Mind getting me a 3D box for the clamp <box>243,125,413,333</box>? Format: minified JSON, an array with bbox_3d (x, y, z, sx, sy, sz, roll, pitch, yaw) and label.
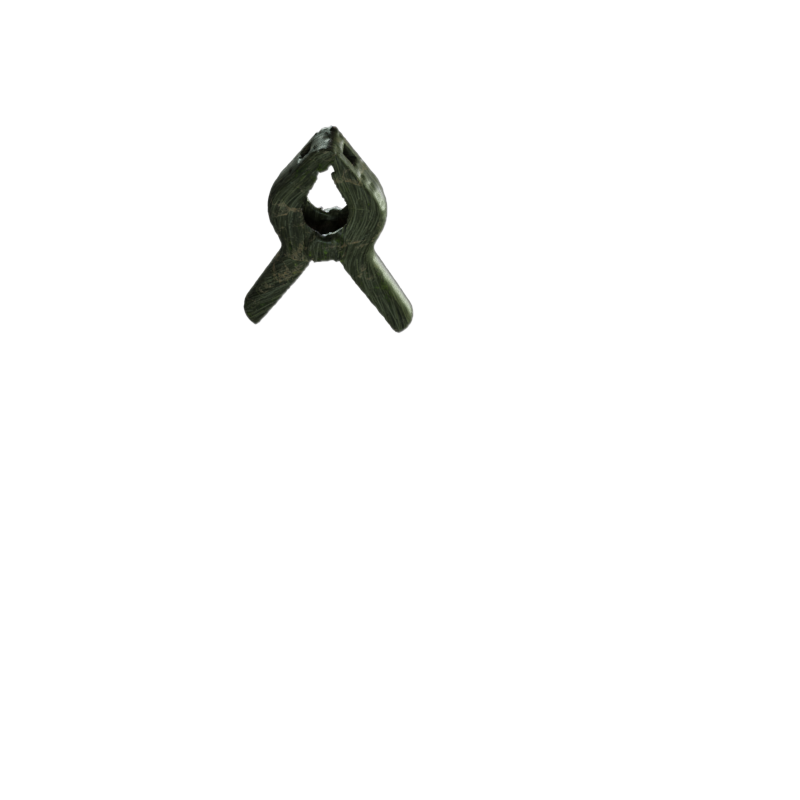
[{"bbox_3d":[-0.059,-0.107,0.753,0.121,0.159,0.042,-6,41,5],"label":"clamp"}]
